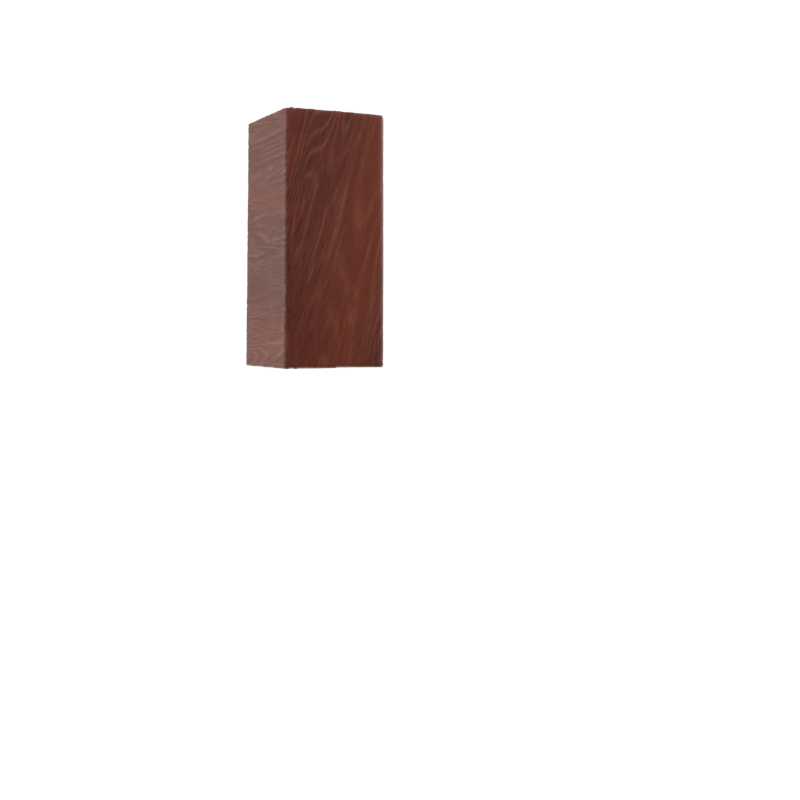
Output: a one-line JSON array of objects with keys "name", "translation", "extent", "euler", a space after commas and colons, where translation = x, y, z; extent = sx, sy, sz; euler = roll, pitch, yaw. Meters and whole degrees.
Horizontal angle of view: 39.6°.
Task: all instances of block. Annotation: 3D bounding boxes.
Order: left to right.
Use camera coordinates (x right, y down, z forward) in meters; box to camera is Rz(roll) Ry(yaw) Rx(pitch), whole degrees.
[{"name": "block", "translation": [-0.071, -0.132, 0.921], "extent": [0.087, 0.208, 0.093], "euler": [1, -3, -27]}]
